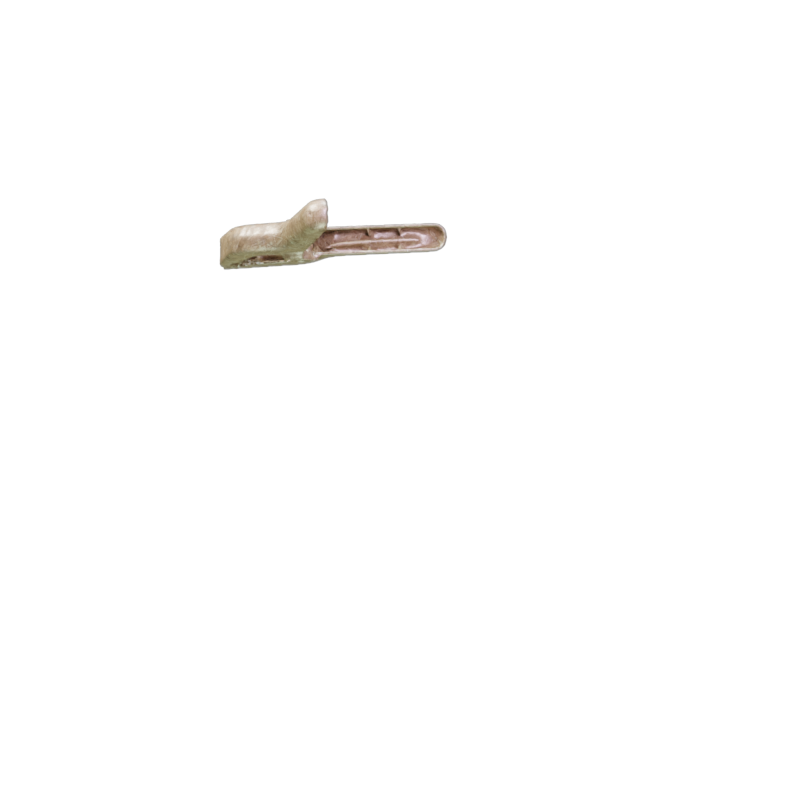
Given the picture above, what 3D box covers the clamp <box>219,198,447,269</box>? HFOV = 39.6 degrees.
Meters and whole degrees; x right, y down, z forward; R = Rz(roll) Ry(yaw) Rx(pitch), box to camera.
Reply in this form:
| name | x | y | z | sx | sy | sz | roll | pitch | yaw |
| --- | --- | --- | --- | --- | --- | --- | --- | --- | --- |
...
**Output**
| name | x | y | z | sx | sy | sz | roll | pitch | yaw |
| --- | --- | --- | --- | --- | --- | --- | --- | --- | --- |
| clamp | -0.076 | -0.139 | 0.973 | 0.157 | 0.037 | 0.216 | 3 | -4 | -42 |
